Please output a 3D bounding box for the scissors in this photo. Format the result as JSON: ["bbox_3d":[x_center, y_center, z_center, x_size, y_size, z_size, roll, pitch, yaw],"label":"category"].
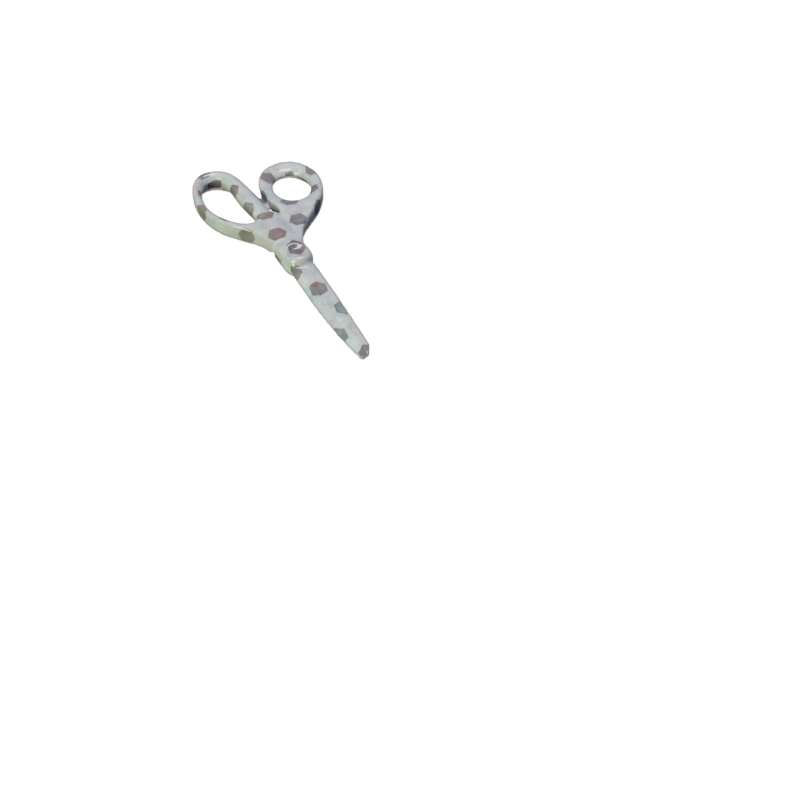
[{"bbox_3d":[-0.056,-0.101,0.709,0.096,0.015,0.216,-30,51,-29],"label":"scissors"}]
